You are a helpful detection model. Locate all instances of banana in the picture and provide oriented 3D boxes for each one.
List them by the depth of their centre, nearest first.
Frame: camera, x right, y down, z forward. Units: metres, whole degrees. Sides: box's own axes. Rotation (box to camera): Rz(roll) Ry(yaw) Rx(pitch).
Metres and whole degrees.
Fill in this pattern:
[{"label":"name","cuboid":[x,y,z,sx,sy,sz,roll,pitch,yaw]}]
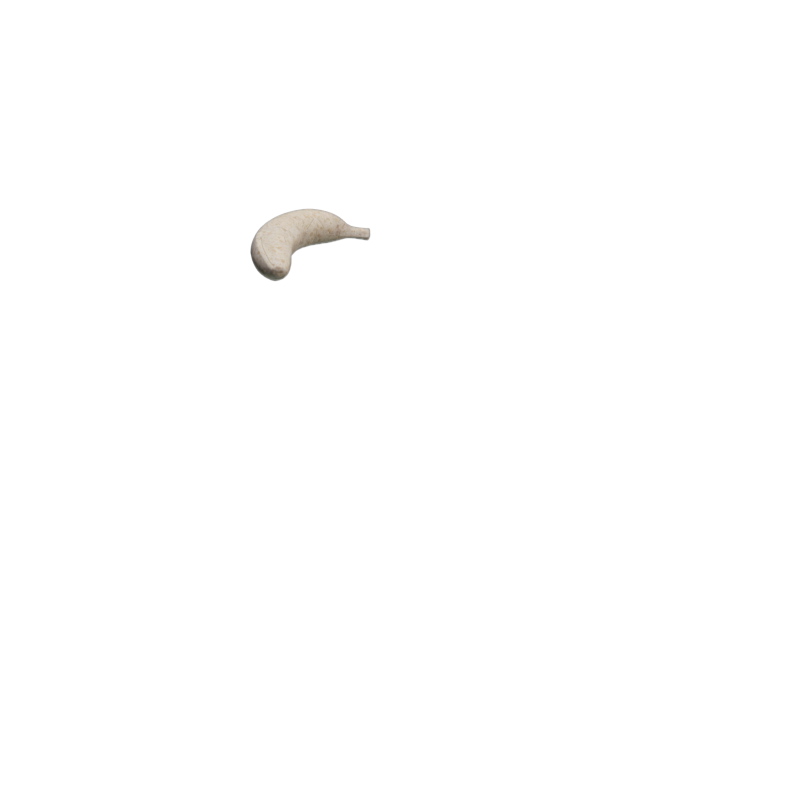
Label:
[{"label":"banana","cuboid":[-0.093,-0.145,1.000,0.072,0.035,0.199,8,22,20]}]
